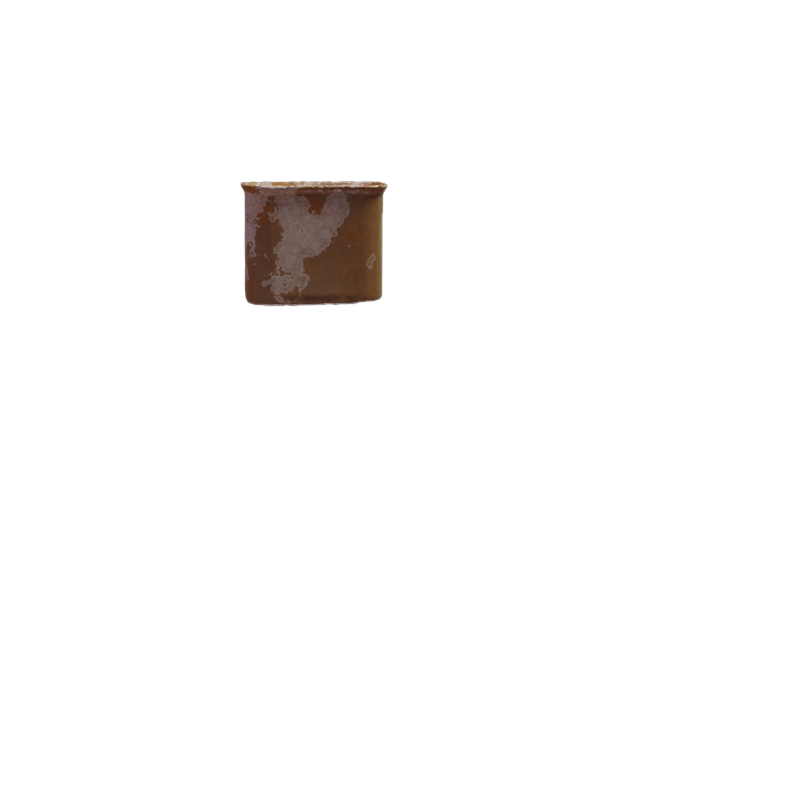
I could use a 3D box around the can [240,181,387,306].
[{"bbox_3d":[-0.061,-0.112,0.785,0.101,0.082,0.059,-1,9,-9],"label":"can"}]
